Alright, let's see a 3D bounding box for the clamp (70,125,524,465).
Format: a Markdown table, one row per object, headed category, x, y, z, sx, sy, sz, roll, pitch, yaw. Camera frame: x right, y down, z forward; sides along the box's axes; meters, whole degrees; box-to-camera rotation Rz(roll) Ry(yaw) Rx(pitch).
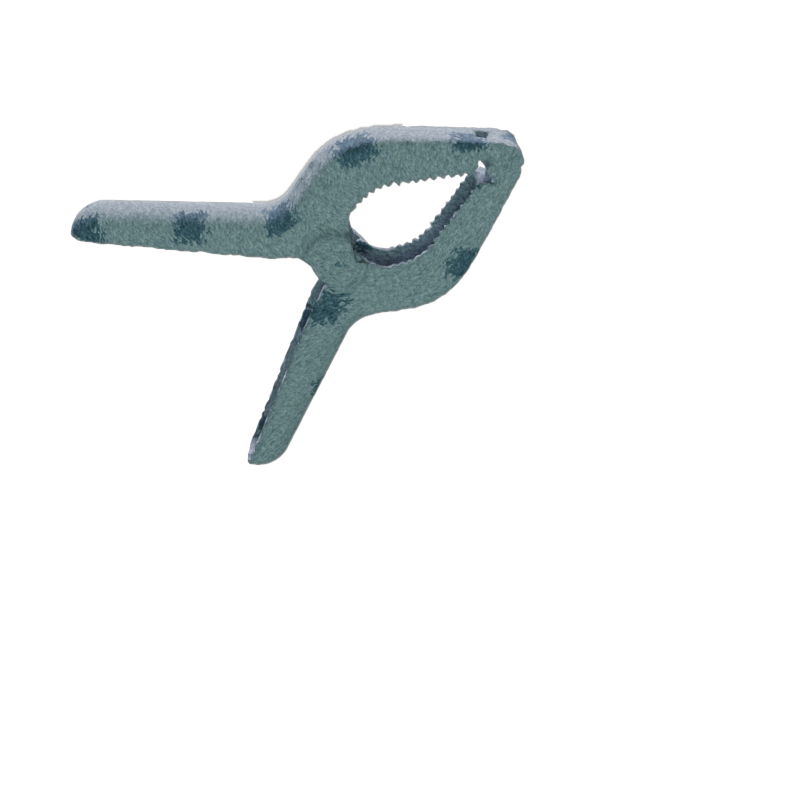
| category | x | y | z | sx | sy | sz | roll | pitch | yaw |
| --- | --- | --- | --- | --- | --- | --- | --- | --- | --- |
| clamp | -0.042 | -0.076 | 0.533 | 0.209 | 0.157 | 0.038 | -35 | 21 | 15 |
